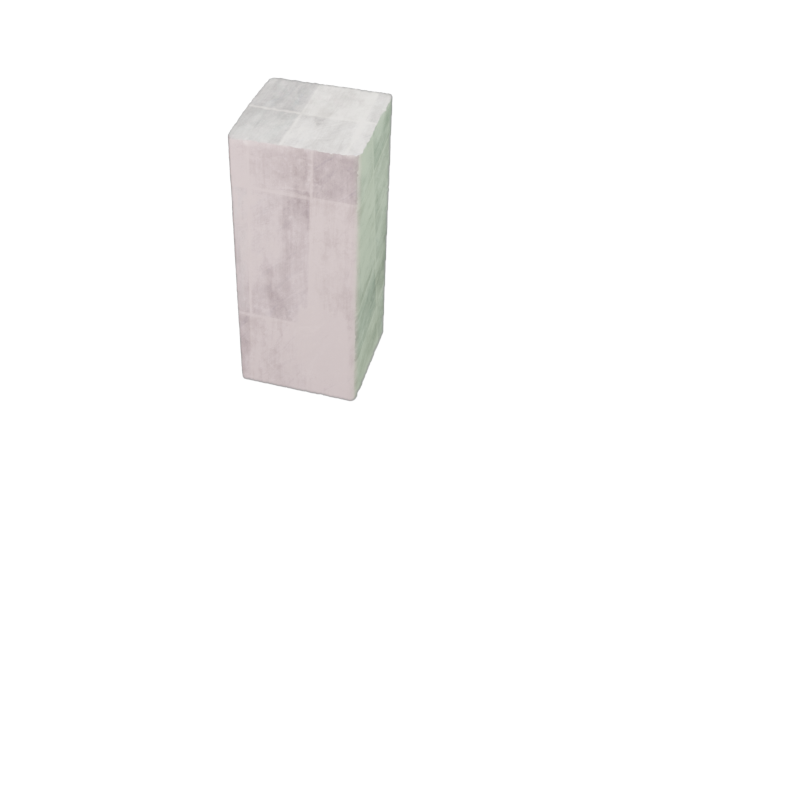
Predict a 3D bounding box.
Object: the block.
[{"bbox_3d":[-0.062,-0.112,0.784,0.093,0.193,0.094,11,39,11],"label":"block"}]
